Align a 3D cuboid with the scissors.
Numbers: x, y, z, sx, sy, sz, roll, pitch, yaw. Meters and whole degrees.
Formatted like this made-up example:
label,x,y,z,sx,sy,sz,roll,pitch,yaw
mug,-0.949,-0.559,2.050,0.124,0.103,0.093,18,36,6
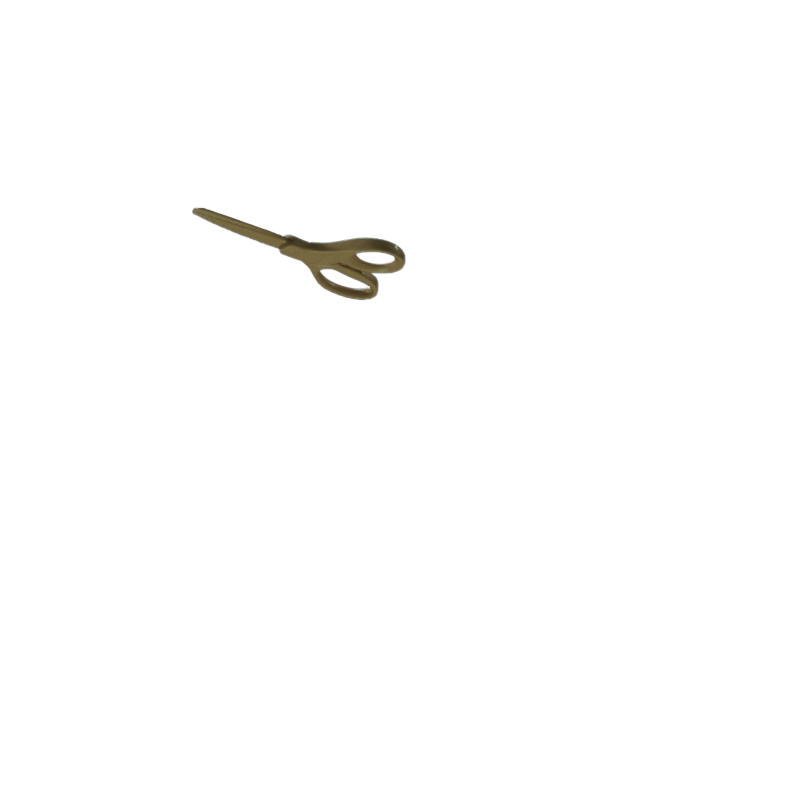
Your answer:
label,x,y,z,sx,sy,sz,roll,pitch,yaw
scissors,-0.075,-0.137,0.958,0.097,0.017,0.188,-21,-34,34
